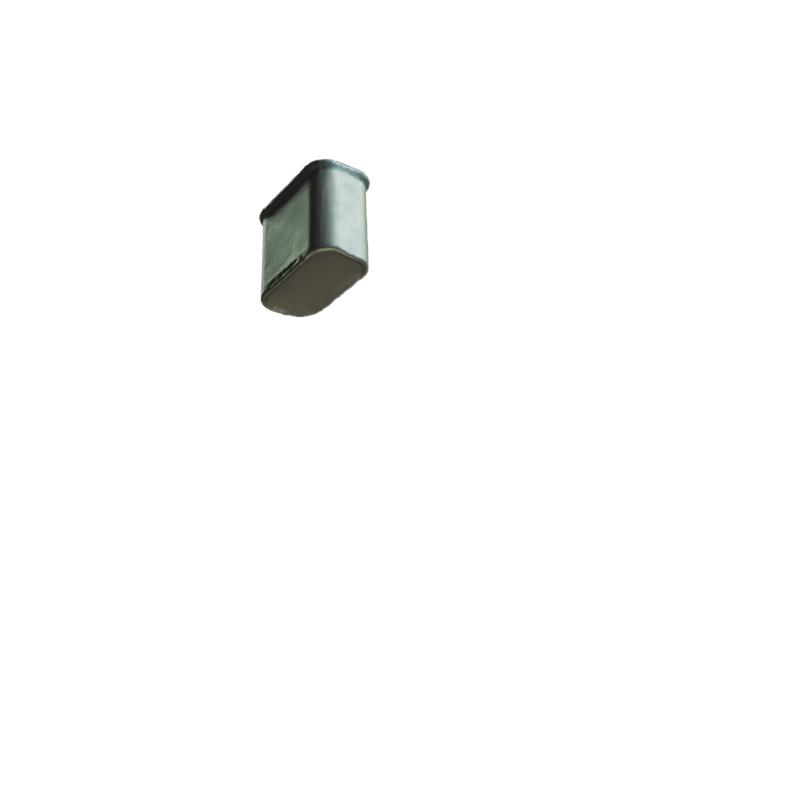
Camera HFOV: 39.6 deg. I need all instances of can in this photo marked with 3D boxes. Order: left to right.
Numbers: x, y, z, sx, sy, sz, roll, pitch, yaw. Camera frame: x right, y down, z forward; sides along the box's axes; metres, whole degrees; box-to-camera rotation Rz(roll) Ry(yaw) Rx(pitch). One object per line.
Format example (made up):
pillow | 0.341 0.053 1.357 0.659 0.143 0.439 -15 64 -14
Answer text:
can | -0.067 -0.123 0.861 0.055 0.089 0.100 20 -38 -30
